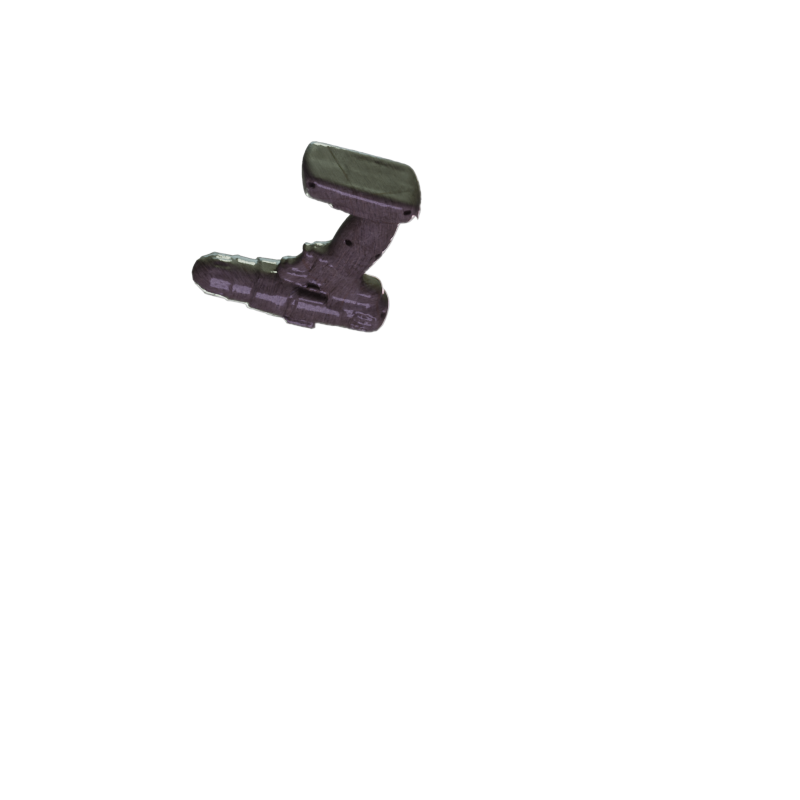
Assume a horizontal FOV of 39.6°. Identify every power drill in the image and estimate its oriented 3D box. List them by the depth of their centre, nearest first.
[{"bbox_3d":[-0.076,-0.138,0.969,0.180,0.062,0.179,12,-39,-15],"label":"power drill"}]
